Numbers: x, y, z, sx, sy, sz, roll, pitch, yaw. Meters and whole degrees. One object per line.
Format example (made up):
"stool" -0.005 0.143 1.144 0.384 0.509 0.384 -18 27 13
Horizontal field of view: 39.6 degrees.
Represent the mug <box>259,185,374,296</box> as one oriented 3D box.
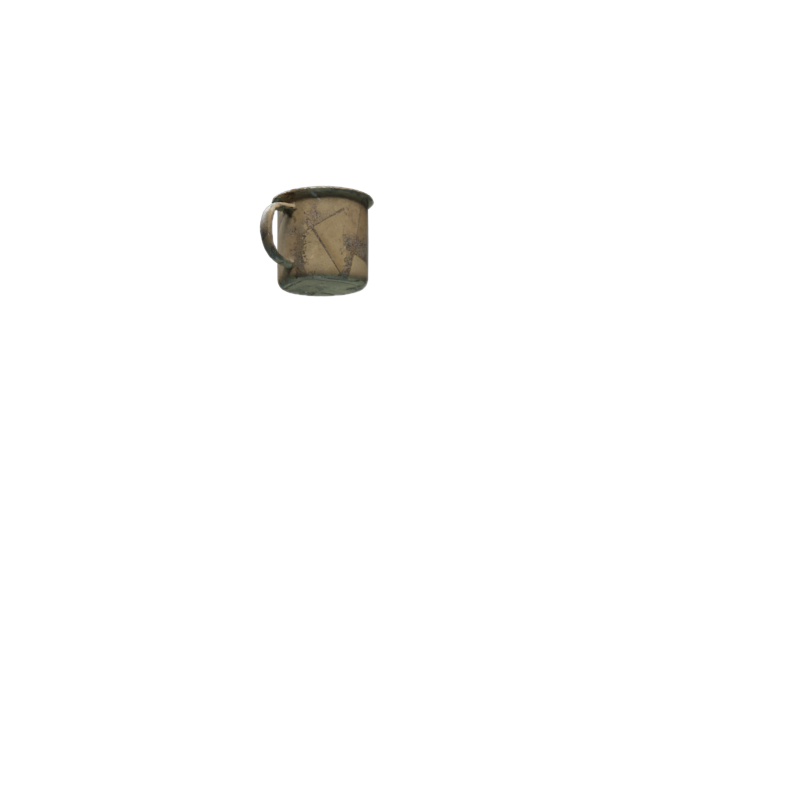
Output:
"mug" -0.078 -0.141 0.991 0.095 0.084 0.111 -10 -14 41
